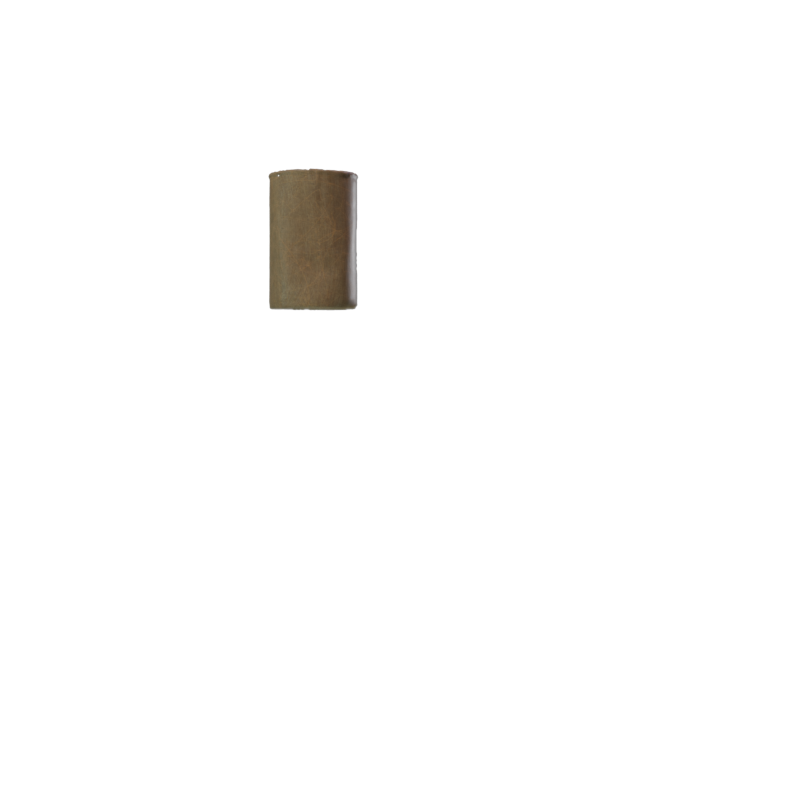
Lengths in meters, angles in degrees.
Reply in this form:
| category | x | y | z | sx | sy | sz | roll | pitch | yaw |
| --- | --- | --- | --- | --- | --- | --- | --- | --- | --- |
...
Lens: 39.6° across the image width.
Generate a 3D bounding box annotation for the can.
| category | x | y | z | sx | sy | sz | roll | pitch | yaw |
| --- | --- | --- | --- | --- | --- | --- | --- | --- | --- |
| can | -0.066 | -0.120 | 0.837 | 0.068 | 0.103 | 0.068 | 0 | -2 | -2 |
